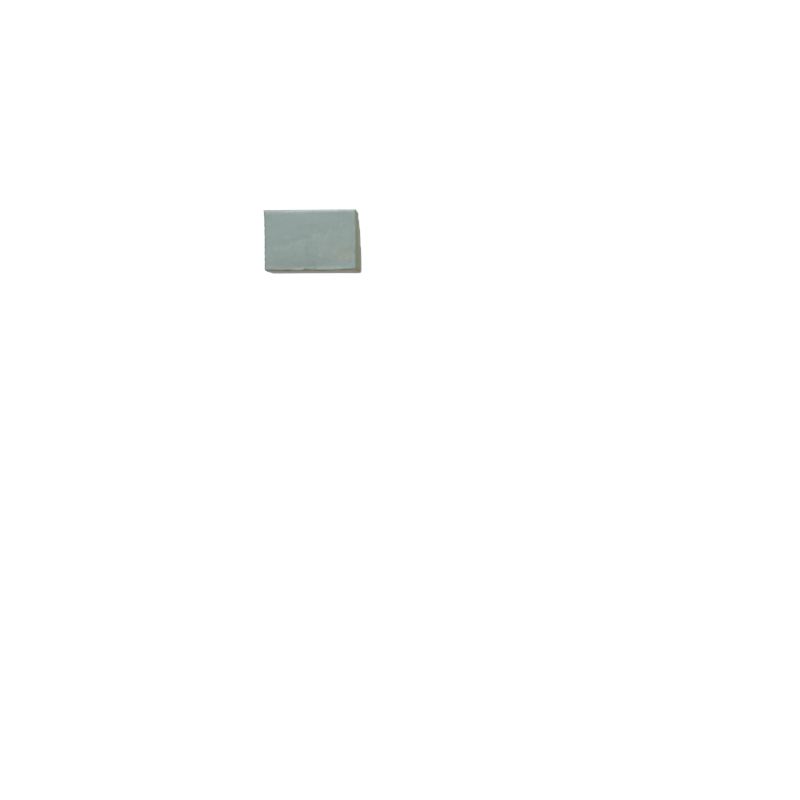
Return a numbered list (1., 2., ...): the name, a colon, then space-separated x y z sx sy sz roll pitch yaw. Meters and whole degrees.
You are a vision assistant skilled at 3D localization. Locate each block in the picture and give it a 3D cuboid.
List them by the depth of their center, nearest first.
1. block: -0.072 -0.132 0.924 0.078 0.052 0.052 0 0 4
